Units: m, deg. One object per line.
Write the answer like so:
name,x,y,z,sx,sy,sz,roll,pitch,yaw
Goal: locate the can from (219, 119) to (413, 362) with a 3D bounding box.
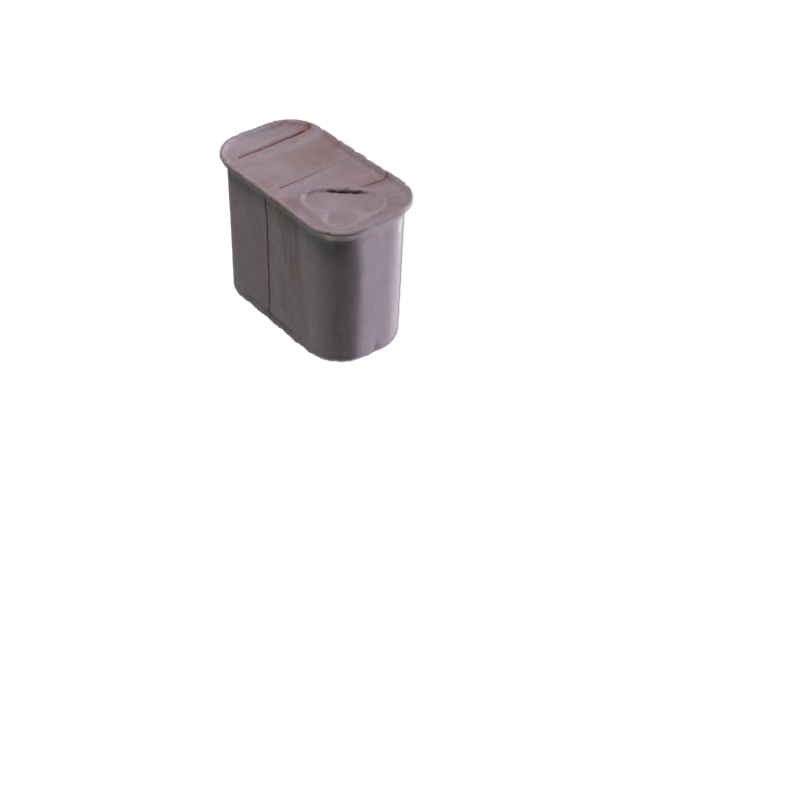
can,-0.043,-0.079,0.552,0.057,0.078,0.109,-26,47,-30
